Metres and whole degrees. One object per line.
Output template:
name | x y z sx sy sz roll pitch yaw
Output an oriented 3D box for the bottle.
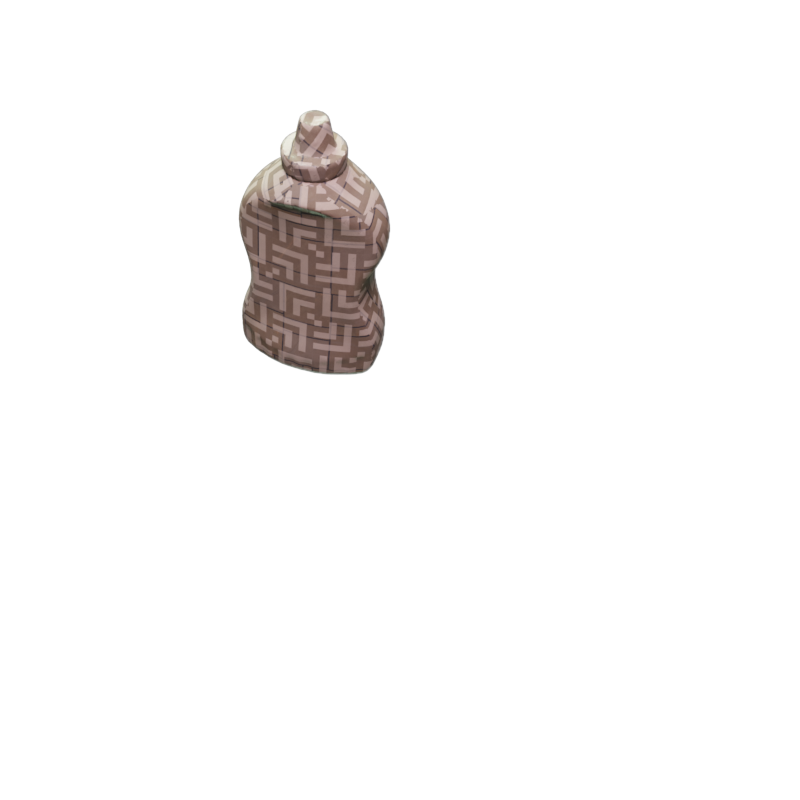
bottle | -0.056 -0.102 0.713 0.099 0.179 0.061 17 46 13
